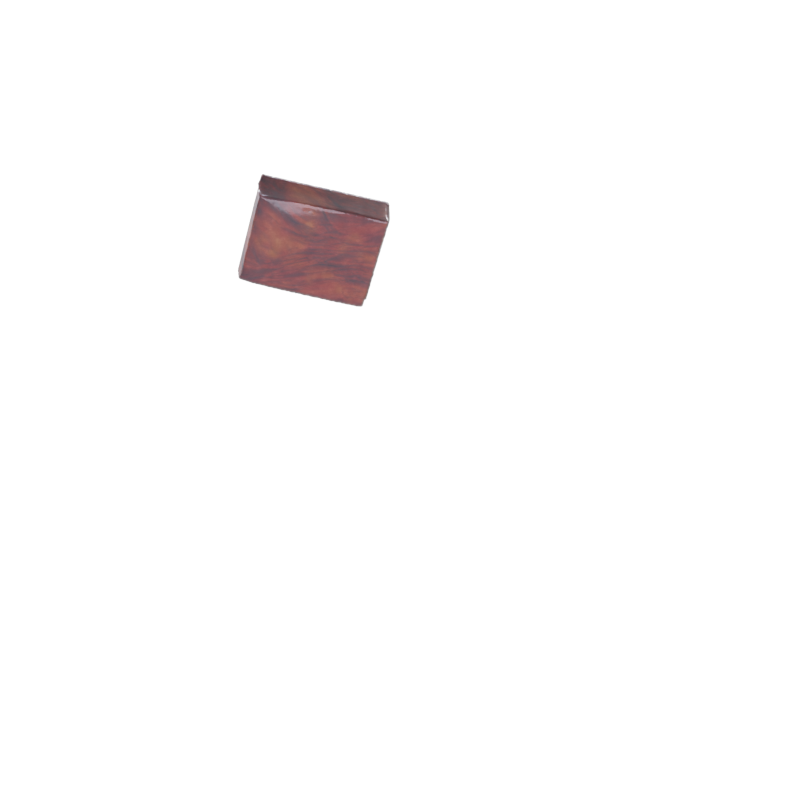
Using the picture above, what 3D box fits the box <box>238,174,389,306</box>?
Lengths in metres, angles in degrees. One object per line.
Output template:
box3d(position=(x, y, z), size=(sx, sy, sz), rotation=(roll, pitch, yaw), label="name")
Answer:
box3d(position=(-0.073, -0.134, 0.937), size=(0.112, 0.085, 0.041), rotation=(12, 33, -8), label="box")
